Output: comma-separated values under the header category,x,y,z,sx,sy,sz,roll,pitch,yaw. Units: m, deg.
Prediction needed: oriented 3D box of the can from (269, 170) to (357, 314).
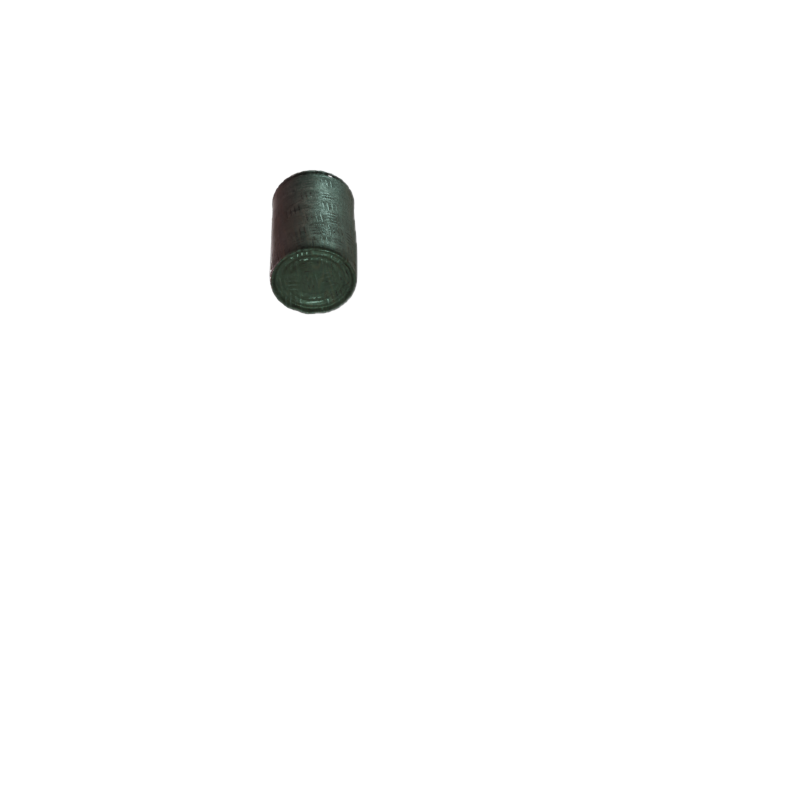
category,x,y,z,sx,sy,sz,roll,pitch,yaw
can,-0.068,-0.124,0.870,0.068,0.064,0.110,-1,42,-3
